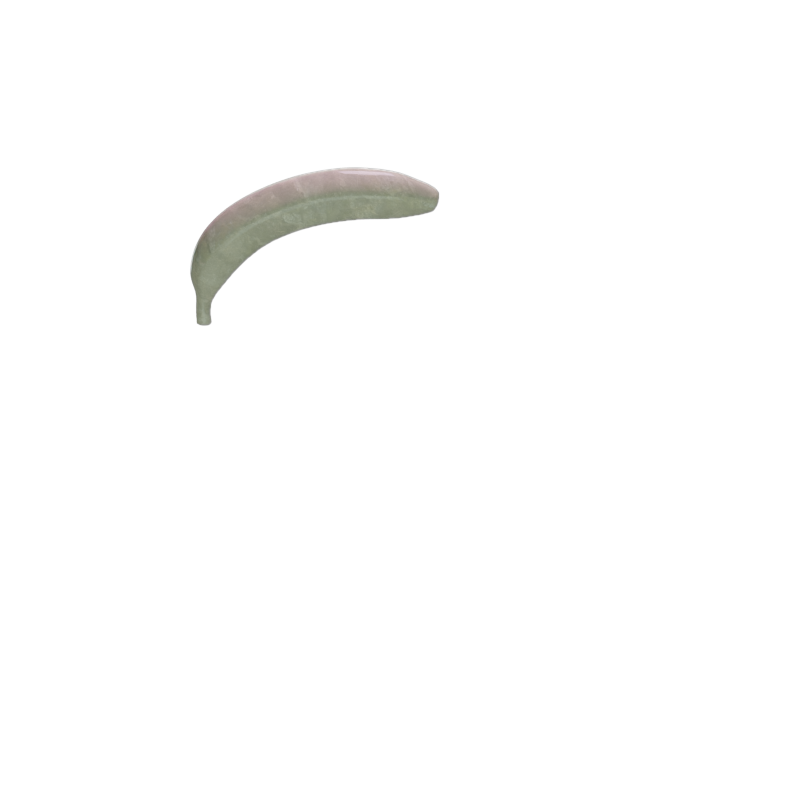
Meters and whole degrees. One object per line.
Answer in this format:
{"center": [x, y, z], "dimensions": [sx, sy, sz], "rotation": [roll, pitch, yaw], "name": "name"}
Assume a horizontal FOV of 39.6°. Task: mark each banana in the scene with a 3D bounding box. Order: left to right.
{"center": [-0.073, -0.123, 0.778], "dimensions": [0.198, 0.065, 0.039], "rotation": [-24, 29, 14], "name": "banana"}
